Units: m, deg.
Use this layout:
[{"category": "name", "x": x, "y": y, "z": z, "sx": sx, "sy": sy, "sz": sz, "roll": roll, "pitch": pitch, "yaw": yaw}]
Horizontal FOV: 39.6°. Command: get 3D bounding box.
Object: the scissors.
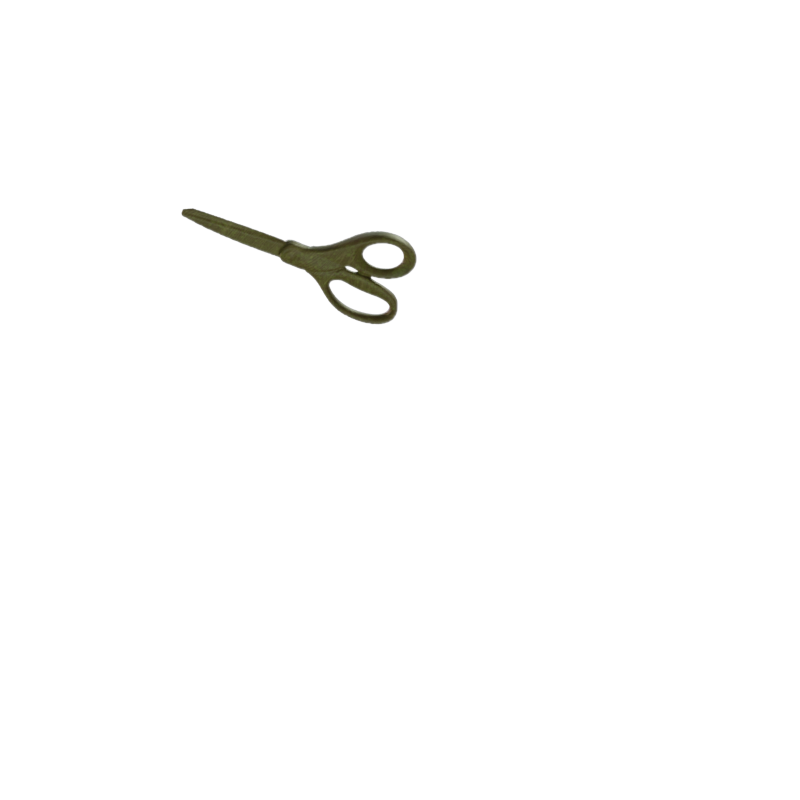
[{"category": "scissors", "x": -0.072, "y": -0.131, "z": 0.915, "sx": 0.192, "sy": 0.094, "sz": 0.017, "roll": 34, "pitch": 28, "yaw": -21}]
